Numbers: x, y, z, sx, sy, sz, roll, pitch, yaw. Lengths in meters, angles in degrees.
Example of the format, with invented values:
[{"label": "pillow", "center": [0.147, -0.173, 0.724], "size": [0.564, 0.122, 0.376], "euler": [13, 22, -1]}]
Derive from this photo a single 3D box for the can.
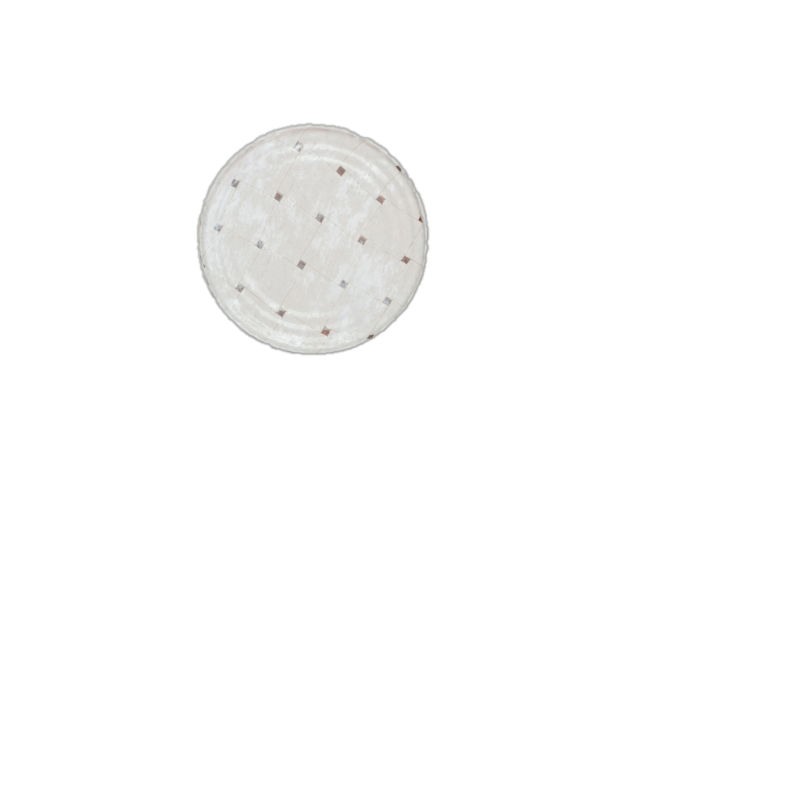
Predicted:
[{"label": "can", "center": [-0.033, -0.061, 0.427], "size": [0.086, 0.087, 0.033], "euler": [0, -2, -1]}]
